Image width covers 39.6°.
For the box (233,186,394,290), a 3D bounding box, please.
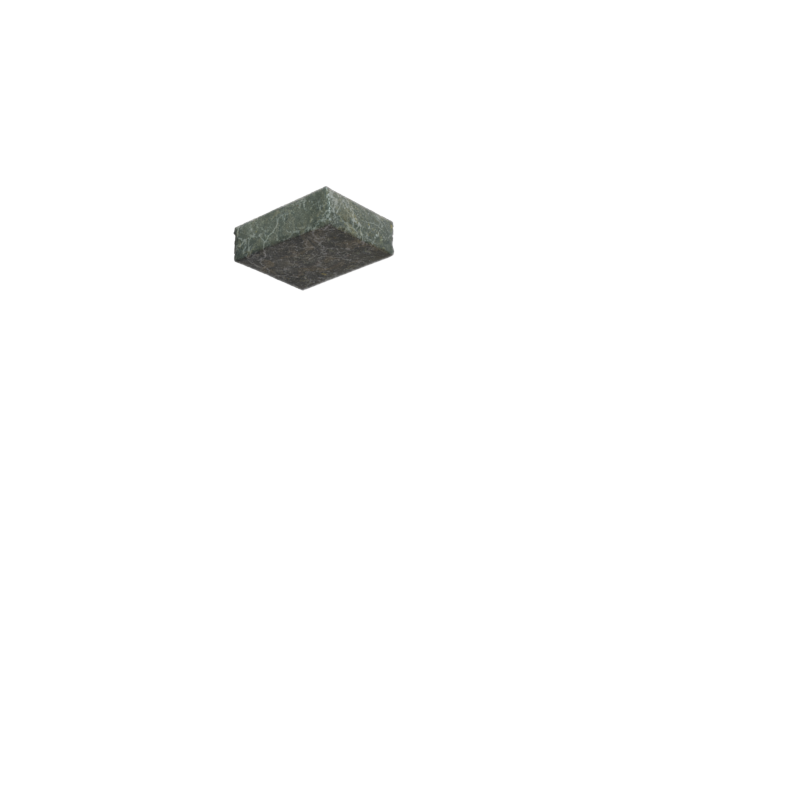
[{"bbox_3d":[-0.076,-0.138,0.966,0.115,0.041,0.084,-15,-23,37],"label":"box"}]
